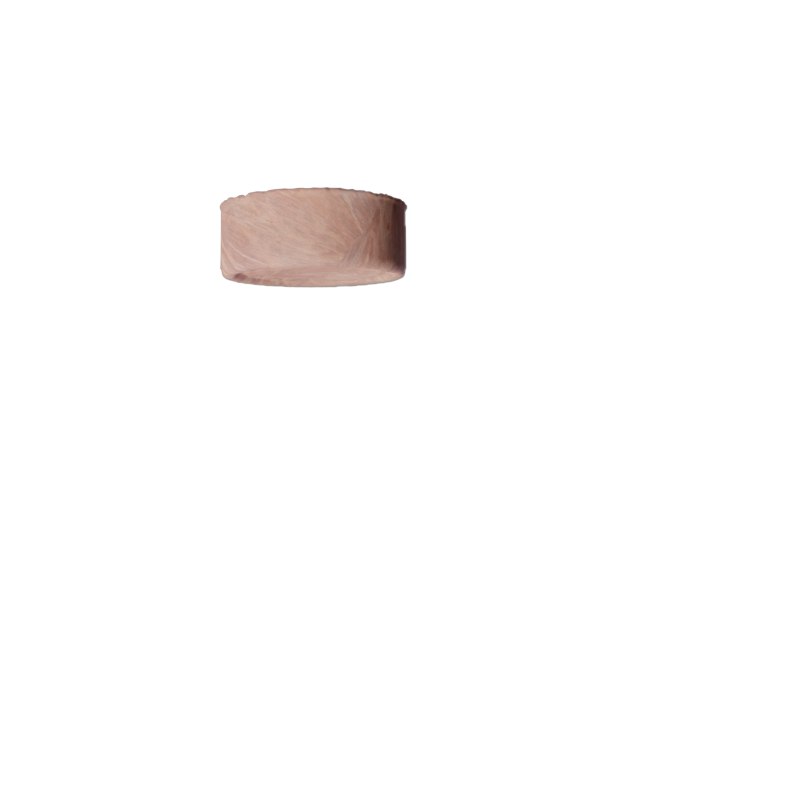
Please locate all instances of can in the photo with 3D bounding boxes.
[{"bbox_3d":[-0.040,-0.072,0.505,0.086,0.034,0.085,0,-2,-2],"label":"can"}]
